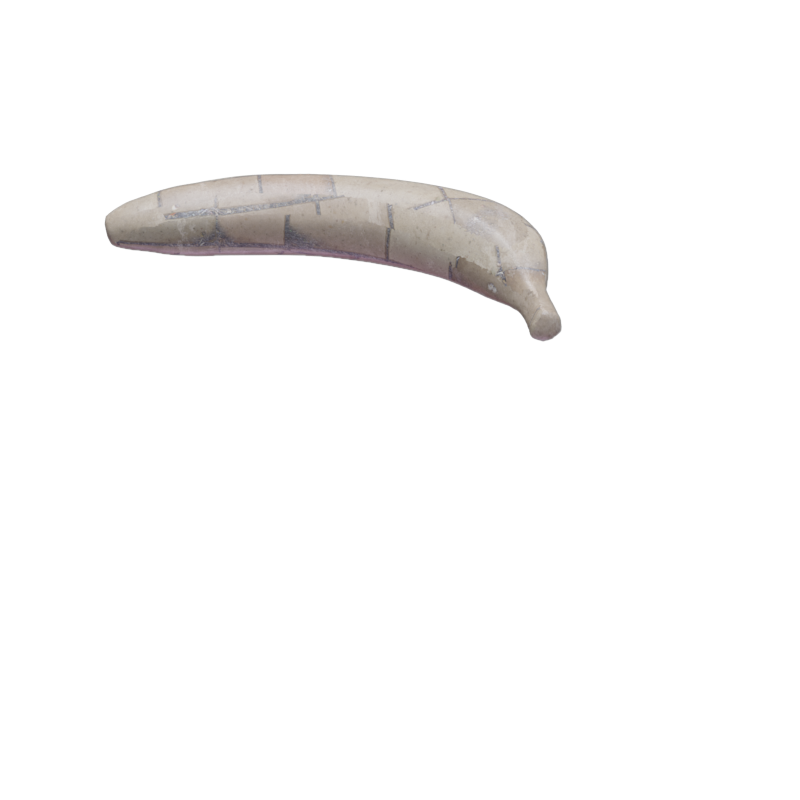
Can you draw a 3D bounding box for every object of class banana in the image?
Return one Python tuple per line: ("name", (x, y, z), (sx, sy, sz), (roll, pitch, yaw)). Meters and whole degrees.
("banana", (-0.023, -0.069, 0.451), (0.206, 0.035, 0.070), (12, 27, 24))
